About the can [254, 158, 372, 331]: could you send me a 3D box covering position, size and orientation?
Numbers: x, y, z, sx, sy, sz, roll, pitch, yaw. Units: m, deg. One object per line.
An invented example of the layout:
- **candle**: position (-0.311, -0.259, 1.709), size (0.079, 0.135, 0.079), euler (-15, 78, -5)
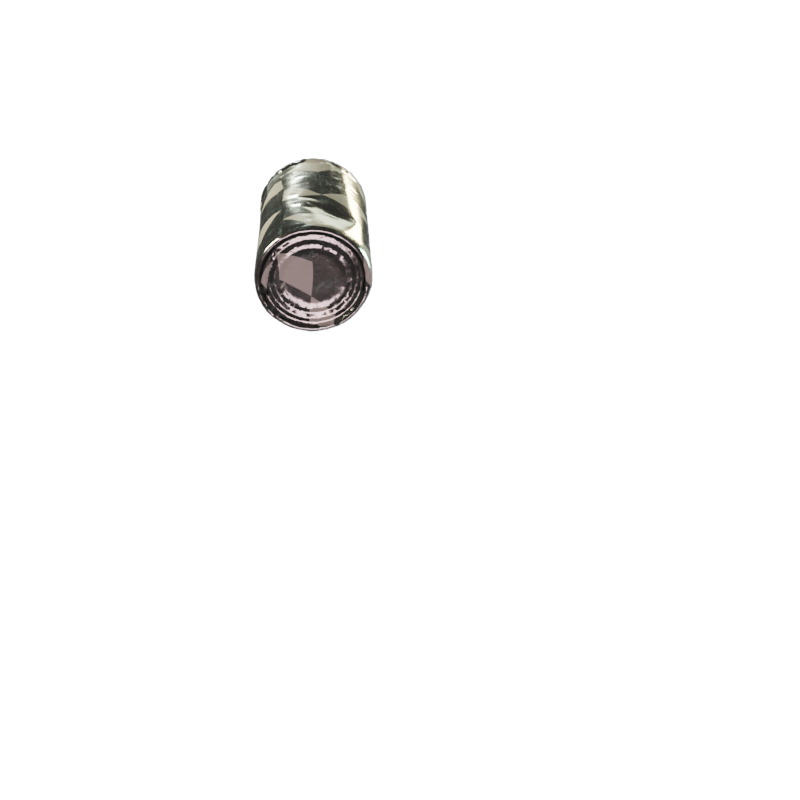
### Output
- **can**: position (-0.052, -0.095, 0.664), size (0.068, 0.065, 0.109), euler (0, 31, -3)
